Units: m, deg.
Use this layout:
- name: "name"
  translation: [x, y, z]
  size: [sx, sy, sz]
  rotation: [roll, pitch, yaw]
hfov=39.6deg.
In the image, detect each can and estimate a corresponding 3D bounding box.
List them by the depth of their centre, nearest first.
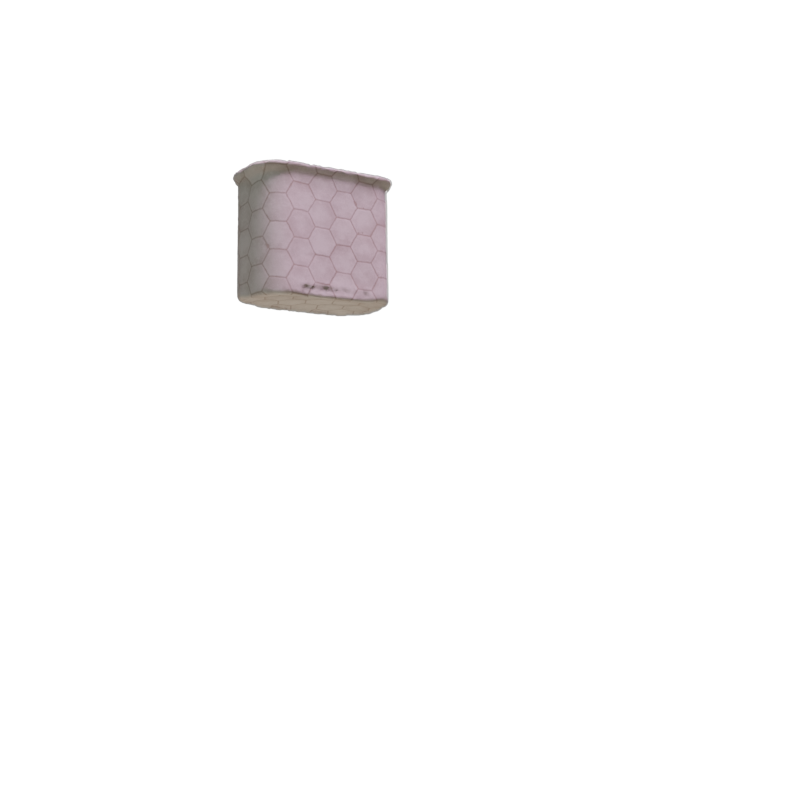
- name: "can"
  translation: [-0.055, -0.101, 0.708]
  size: [0.098, 0.086, 0.058]
  rotation: [5, -12, -32]
